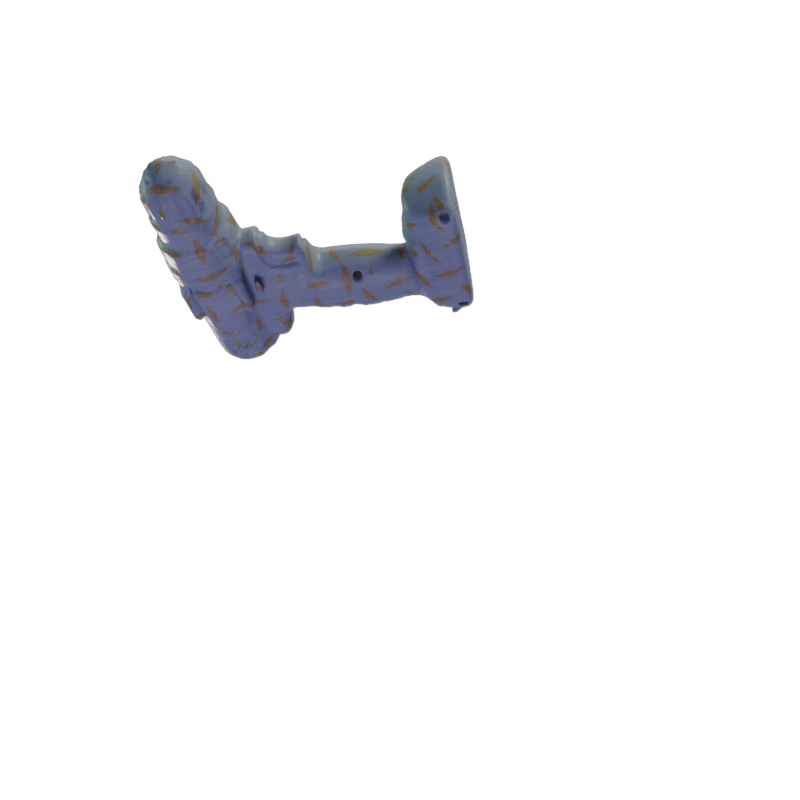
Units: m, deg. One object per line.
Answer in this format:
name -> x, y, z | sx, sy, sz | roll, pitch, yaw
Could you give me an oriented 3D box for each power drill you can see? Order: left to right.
power drill -> -0.055, -0.100, 0.700 | 0.189, 0.061, 0.170 | -7, -33, 11
